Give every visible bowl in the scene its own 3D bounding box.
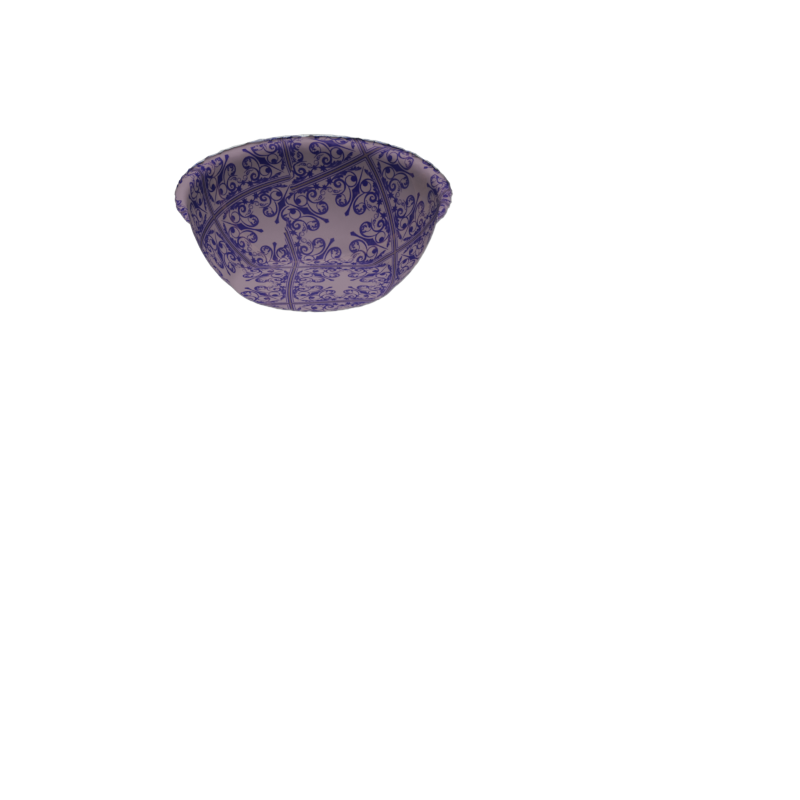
[{"bbox_3d":[-0.050,-0.091,0.638,0.162,0.058,0.155,0,-16,-2],"label":"bowl"}]
